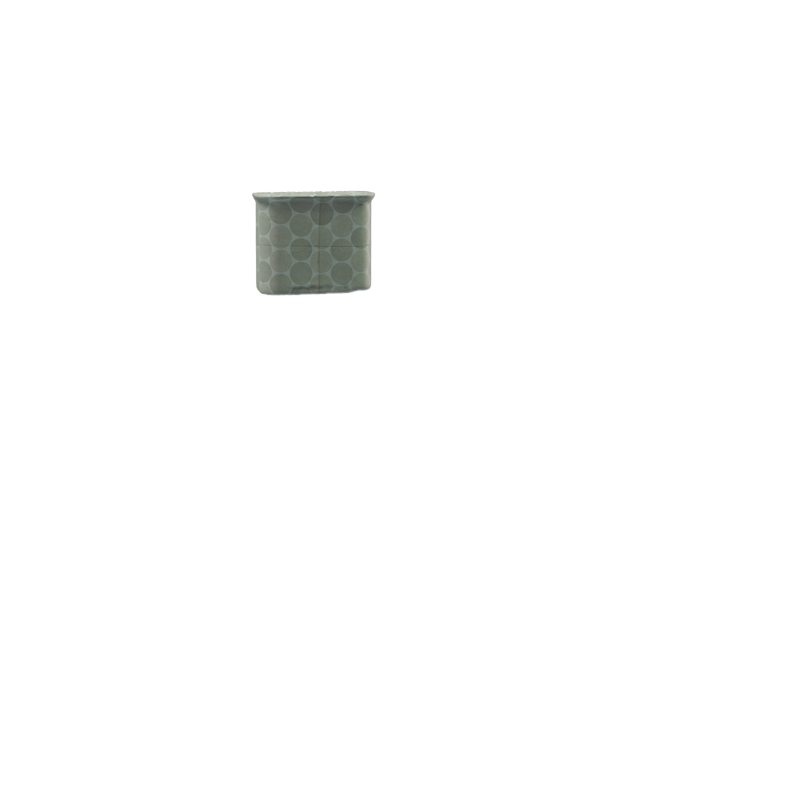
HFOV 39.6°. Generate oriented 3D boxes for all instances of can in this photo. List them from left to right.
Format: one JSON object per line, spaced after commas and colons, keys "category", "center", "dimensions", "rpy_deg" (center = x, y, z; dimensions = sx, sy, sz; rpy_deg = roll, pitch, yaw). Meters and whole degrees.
{"category": "can", "center": [-0.074, -0.135, 0.943], "dimensions": [0.100, 0.082, 0.059], "rpy_deg": [-2, 9, -12]}
